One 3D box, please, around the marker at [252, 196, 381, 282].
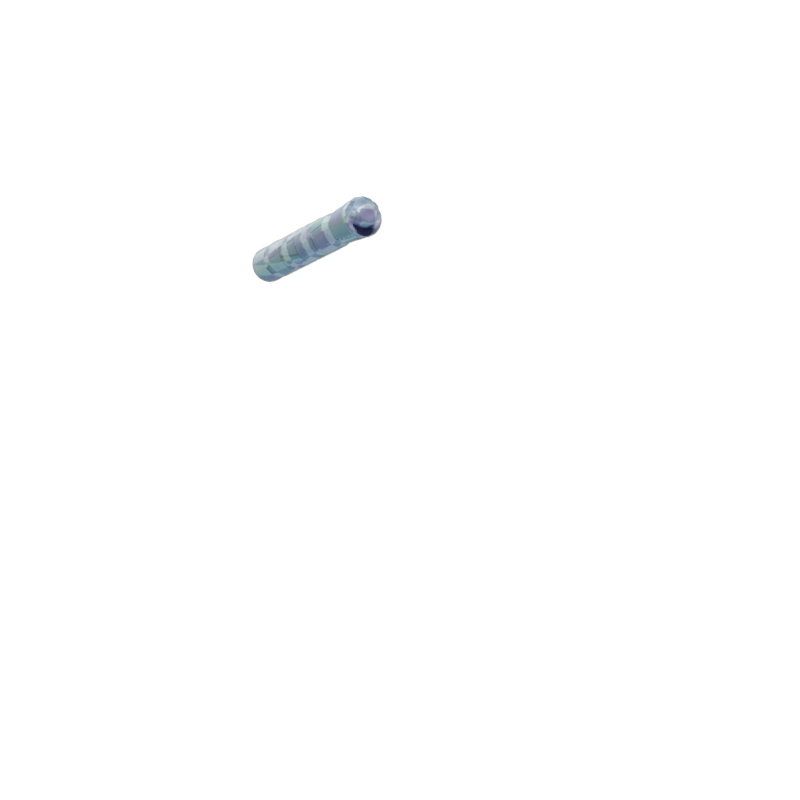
[{"bbox_3d":[-0.042,-0.077,0.542,0.019,0.020,0.122,-2,-4,-28],"label":"marker"}]
